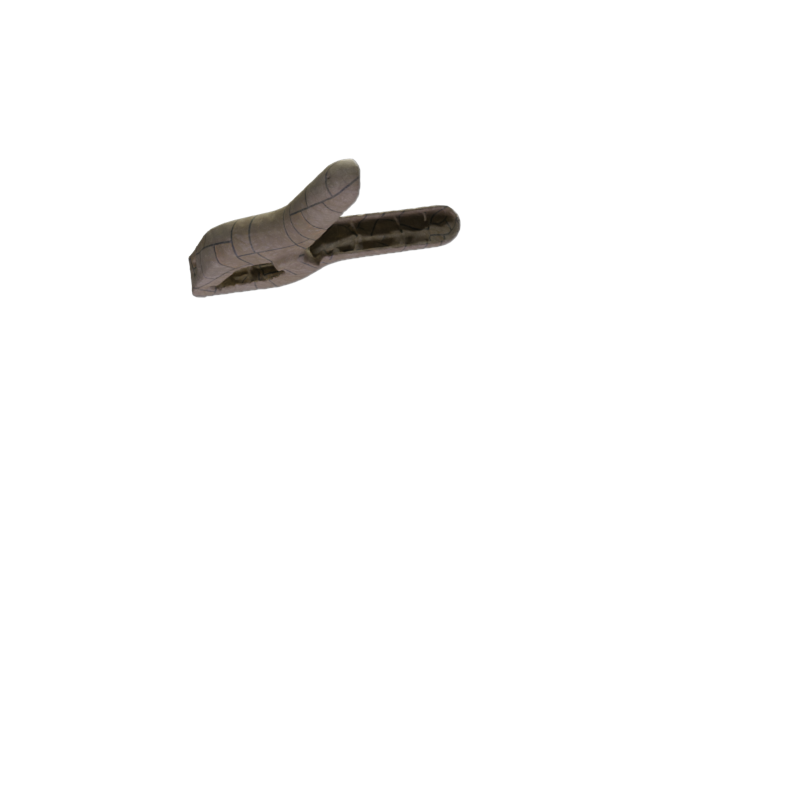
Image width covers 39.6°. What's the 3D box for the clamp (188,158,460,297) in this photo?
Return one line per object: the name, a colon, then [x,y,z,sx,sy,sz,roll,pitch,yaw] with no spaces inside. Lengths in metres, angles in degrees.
clamp: [-0.052,-0.095,0.669,0.174,0.041,0.113,-14,-22,41]
